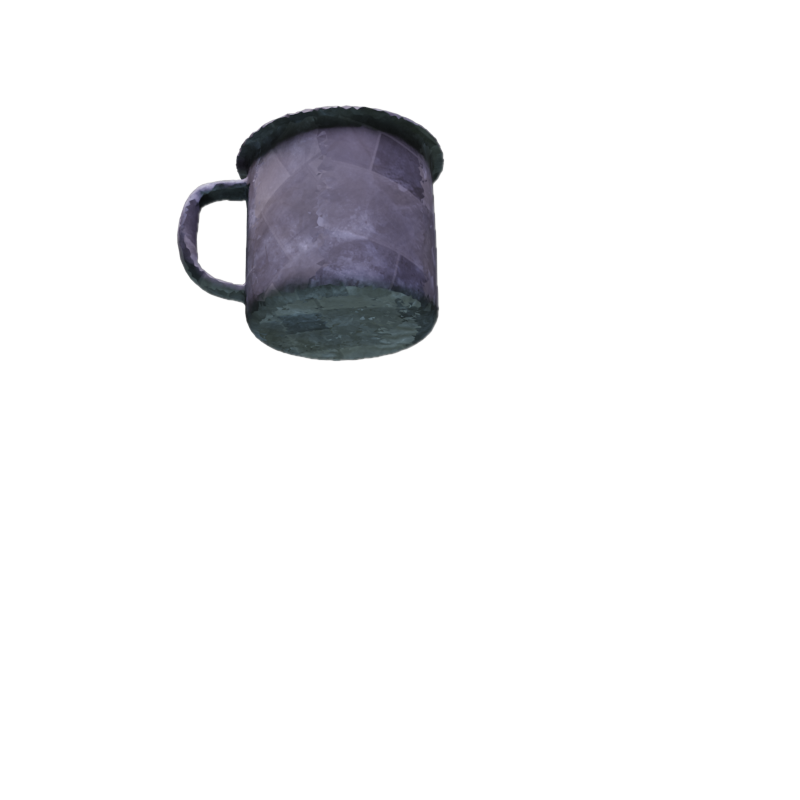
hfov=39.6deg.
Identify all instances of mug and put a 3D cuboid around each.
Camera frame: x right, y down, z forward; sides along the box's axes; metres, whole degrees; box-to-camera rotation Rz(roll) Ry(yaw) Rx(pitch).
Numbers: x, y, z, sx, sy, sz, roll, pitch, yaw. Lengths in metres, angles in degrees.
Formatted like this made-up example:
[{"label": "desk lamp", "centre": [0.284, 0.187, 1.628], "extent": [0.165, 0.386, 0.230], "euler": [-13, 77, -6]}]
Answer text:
[{"label": "mug", "centre": [-0.037, -0.068, 0.479], "extent": [0.116, 0.086, 0.089], "euler": [2, -23, -7]}]
